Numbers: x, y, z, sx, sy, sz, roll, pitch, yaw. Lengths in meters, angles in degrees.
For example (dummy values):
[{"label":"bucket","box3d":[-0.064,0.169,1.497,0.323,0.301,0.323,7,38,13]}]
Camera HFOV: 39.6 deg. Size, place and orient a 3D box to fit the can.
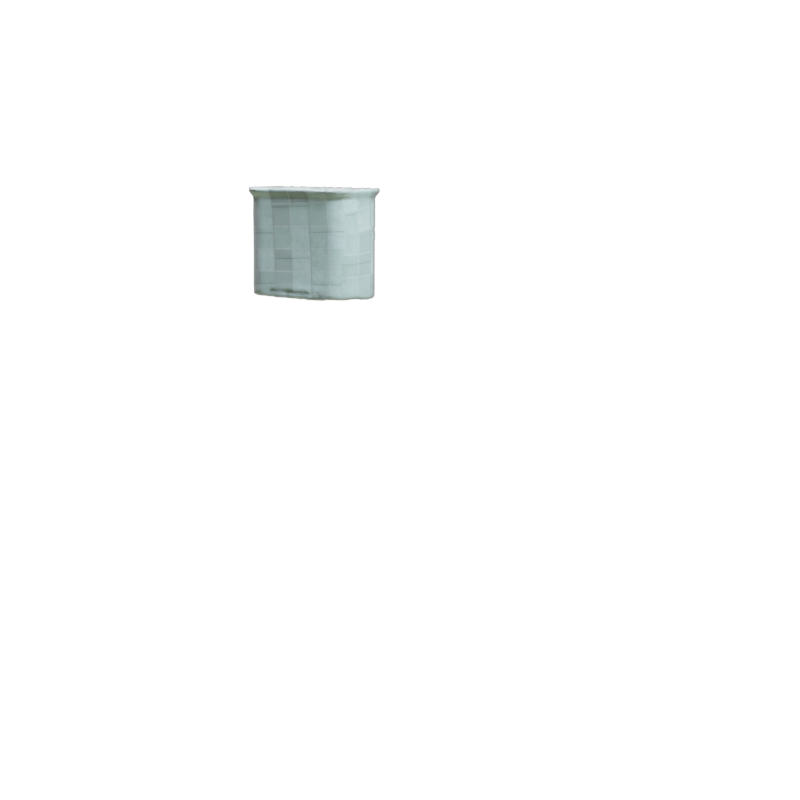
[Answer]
[{"label":"can","box3d":[-0.067,-0.122,0.854,0.106,0.083,0.056,7,9,34]}]
